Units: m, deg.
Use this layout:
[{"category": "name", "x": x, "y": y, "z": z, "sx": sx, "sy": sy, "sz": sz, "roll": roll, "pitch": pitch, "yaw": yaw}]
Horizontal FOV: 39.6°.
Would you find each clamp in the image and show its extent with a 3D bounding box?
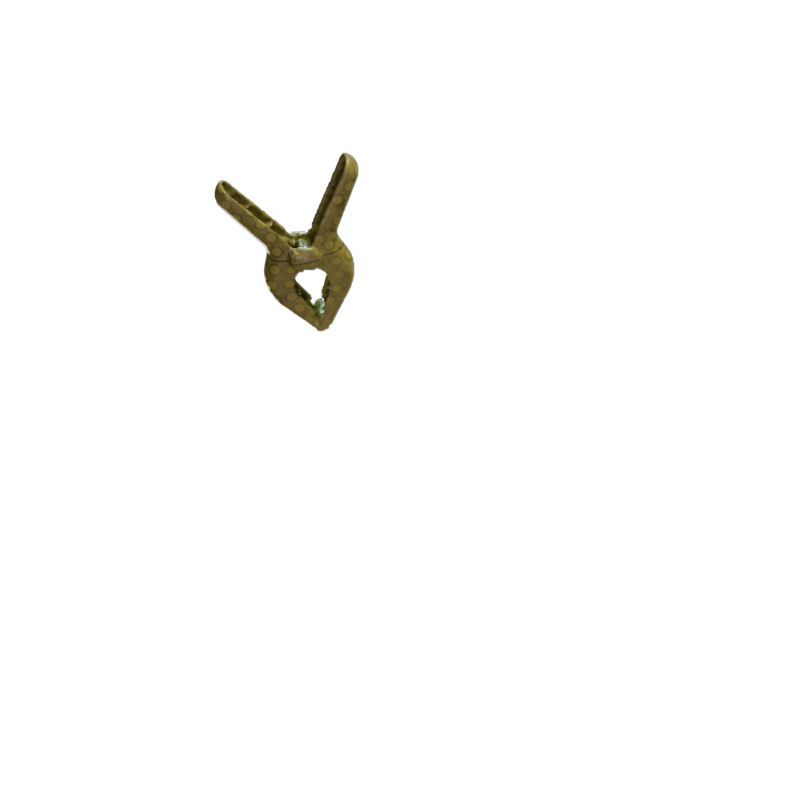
[{"category": "clamp", "x": -0.075, "y": -0.136, "z": 0.954, "sx": 0.121, "sy": 0.158, "sz": 0.042, "roll": -15, "pitch": 40, "yaw": 12}]
